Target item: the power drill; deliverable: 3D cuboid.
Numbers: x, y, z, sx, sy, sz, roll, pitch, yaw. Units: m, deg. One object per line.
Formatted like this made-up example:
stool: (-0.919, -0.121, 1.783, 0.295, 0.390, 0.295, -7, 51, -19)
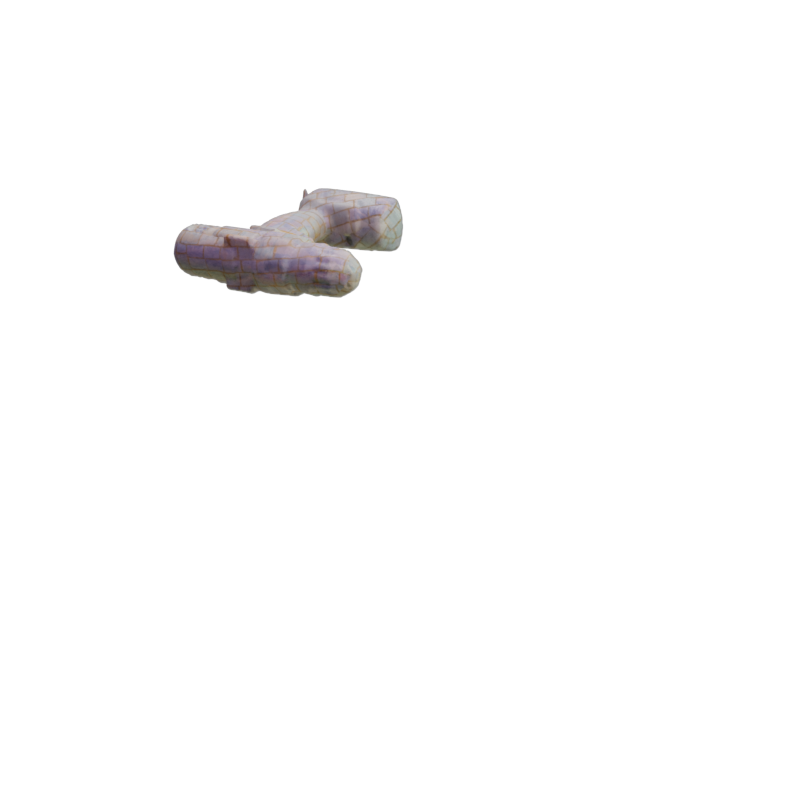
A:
power drill: (-0.076, -0.139, 0.975, 0.193, 0.055, 0.186, 14, 25, 31)
